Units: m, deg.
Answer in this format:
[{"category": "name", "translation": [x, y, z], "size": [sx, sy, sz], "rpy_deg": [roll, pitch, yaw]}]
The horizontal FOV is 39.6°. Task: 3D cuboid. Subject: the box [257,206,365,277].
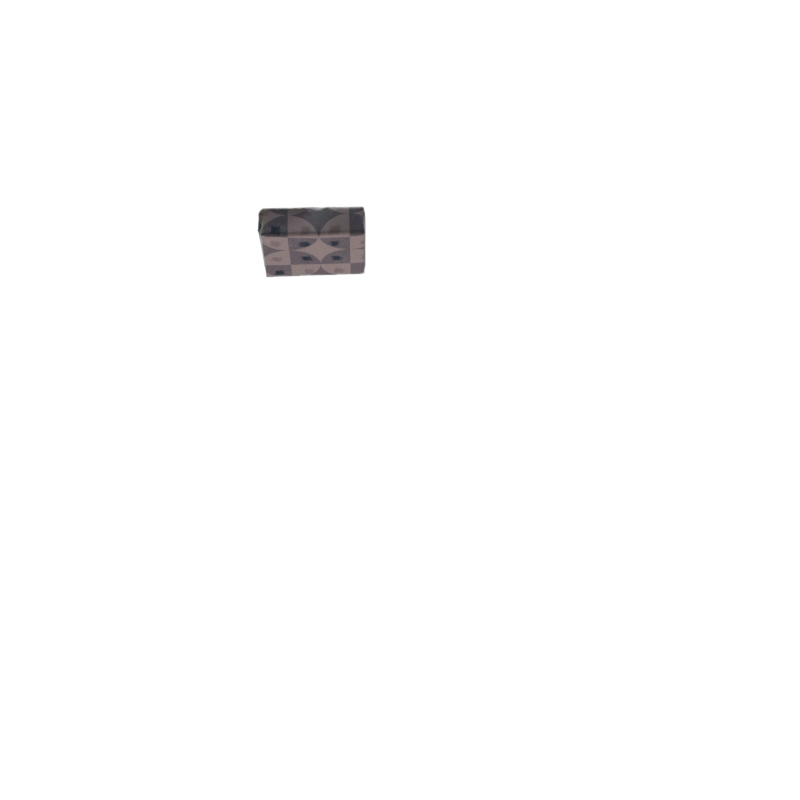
[{"category": "box", "translation": [-0.074, -0.135, 0.944], "size": [0.089, 0.032, 0.069], "rpy_deg": [-1, -24, 1]}]
